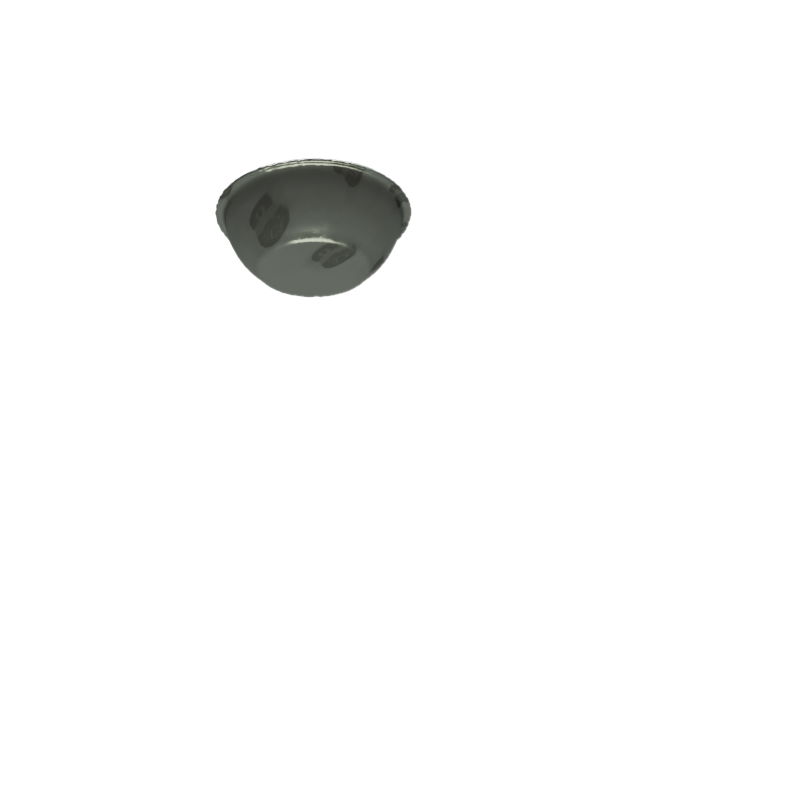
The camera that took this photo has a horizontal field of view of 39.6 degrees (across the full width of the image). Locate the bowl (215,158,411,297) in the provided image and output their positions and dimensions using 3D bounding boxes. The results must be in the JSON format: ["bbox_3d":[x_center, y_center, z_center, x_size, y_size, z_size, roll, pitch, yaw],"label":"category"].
[{"bbox_3d":[-0.071,-0.129,0.903,0.162,0.058,0.153,1,-26,-2],"label":"bowl"}]
